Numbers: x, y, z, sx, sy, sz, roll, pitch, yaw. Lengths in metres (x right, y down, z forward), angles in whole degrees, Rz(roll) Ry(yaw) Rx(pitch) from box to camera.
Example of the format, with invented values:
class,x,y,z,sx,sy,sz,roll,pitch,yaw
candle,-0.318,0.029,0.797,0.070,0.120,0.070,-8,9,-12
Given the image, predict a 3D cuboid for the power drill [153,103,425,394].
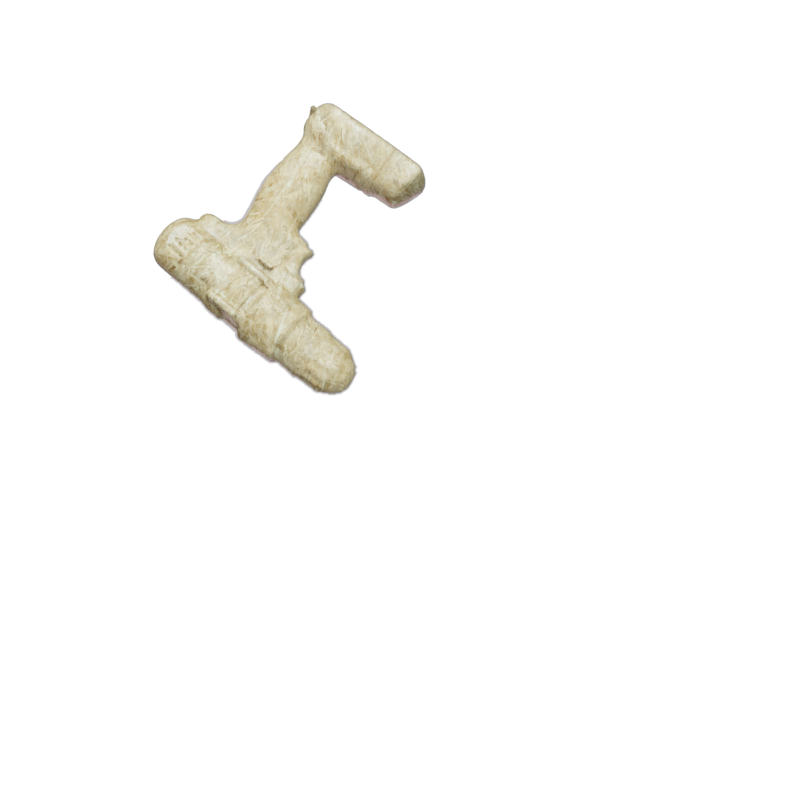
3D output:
class,x,y,z,sx,sy,sz,roll,pitch,yaw
power drill,-0.066,-0.120,0.844,0.190,0.190,0.055,38,-15,12
